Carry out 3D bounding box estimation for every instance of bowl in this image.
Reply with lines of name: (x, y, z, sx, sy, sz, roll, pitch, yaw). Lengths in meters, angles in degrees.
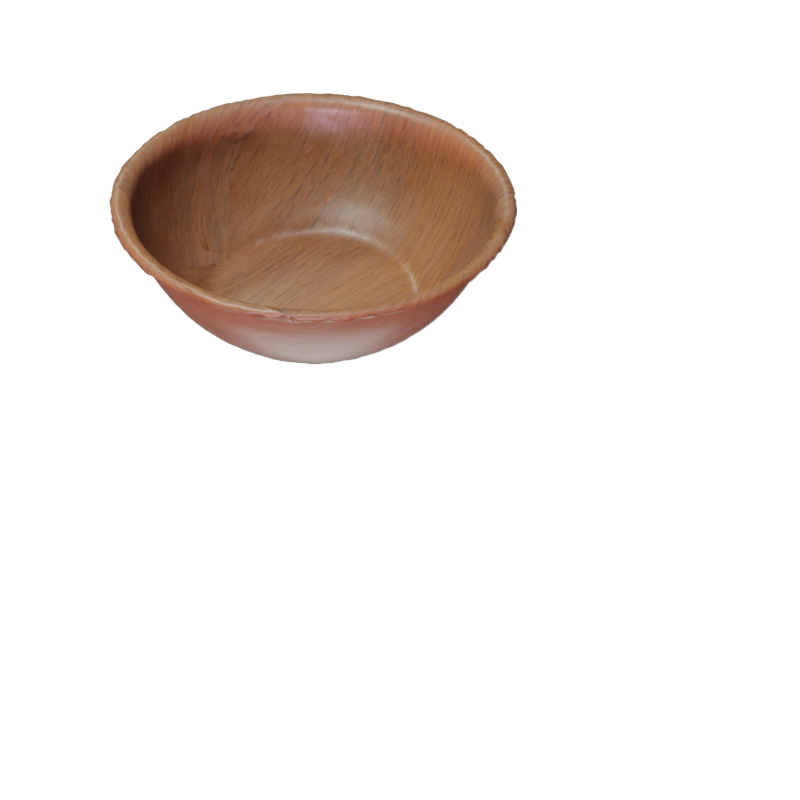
bowl: (-0.036, -0.065, 0.458, 0.162, 0.051, 0.174, -1, 40, -2)
